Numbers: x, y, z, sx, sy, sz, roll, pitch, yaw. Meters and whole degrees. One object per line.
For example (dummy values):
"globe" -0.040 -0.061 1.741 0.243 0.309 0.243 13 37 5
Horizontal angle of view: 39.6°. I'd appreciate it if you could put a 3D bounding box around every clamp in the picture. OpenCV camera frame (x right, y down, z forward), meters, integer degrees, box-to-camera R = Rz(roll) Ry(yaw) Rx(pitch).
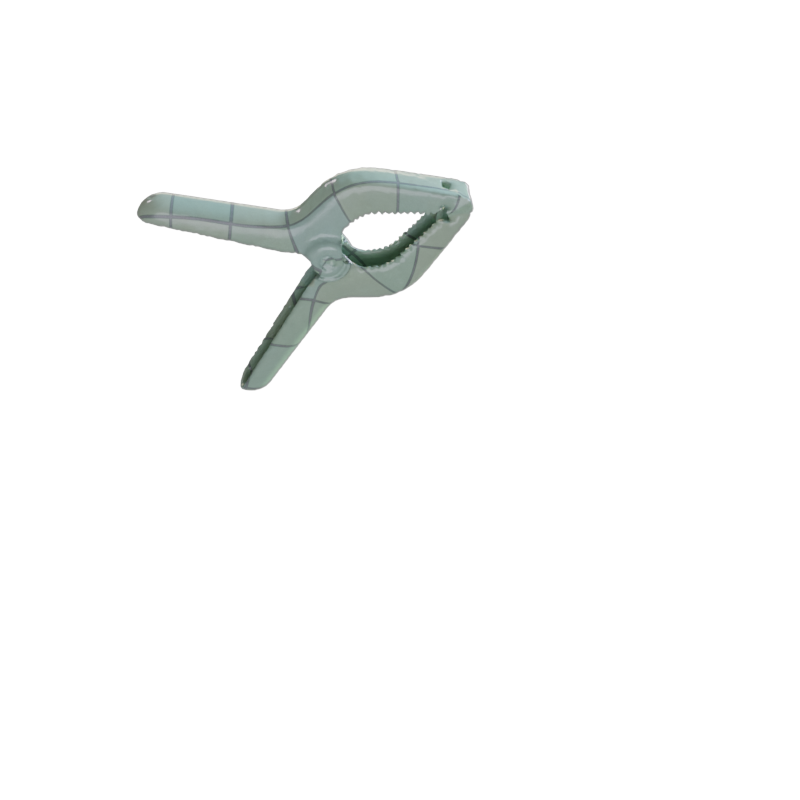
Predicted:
"clamp" -0.057 -0.104 0.730 0.210 0.154 0.039 -25 30 16
